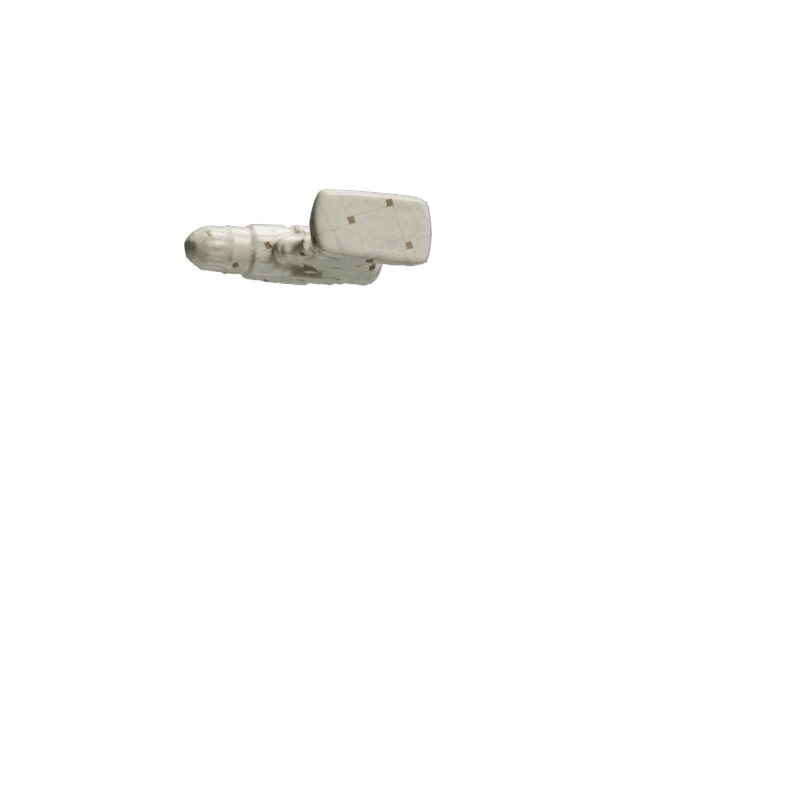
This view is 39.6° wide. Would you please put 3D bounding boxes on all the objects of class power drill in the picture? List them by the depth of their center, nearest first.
[{"bbox_3d":[-0.073,-0.134,0.936,0.179,0.058,0.191,0,-1,-25],"label":"power drill"}]
